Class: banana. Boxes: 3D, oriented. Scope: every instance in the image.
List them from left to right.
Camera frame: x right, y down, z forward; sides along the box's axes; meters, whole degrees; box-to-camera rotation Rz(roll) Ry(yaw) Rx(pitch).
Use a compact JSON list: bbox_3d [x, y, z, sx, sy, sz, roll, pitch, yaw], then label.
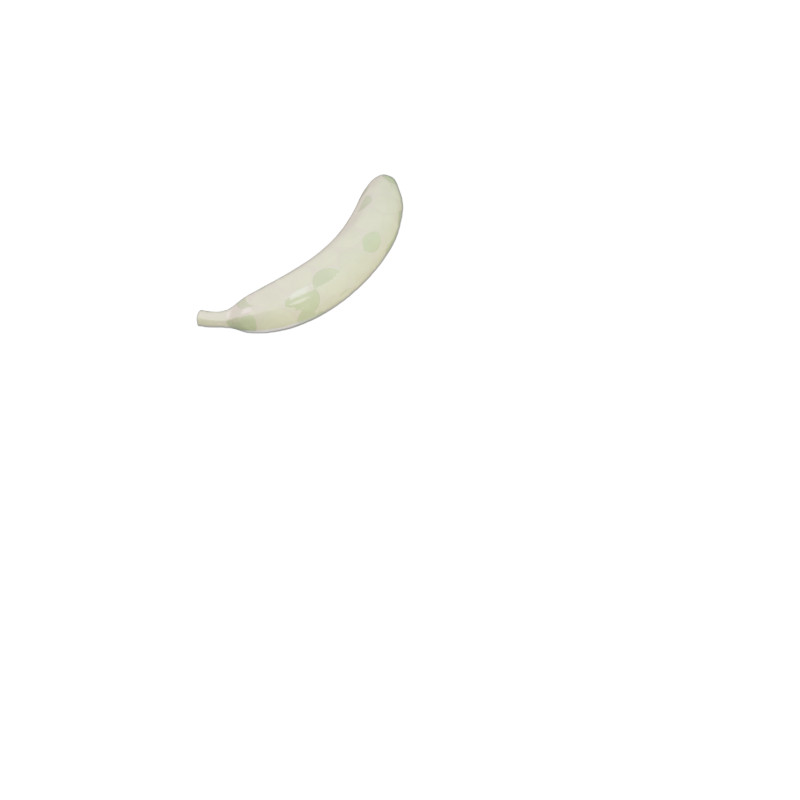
[{"bbox_3d":[-0.050,-0.100,0.774,0.074,0.034,0.200,31,54,26],"label":"banana"}]
